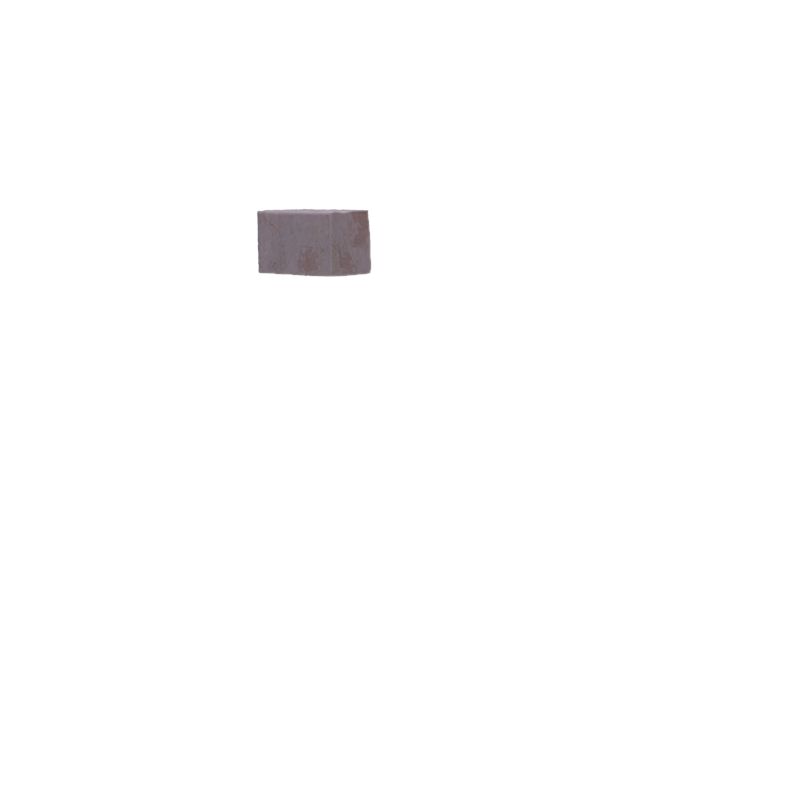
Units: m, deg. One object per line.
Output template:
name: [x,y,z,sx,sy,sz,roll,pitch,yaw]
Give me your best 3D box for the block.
block: [-0.069,-0.127,0.886,0.081,0.051,0.051,6,9,35]
